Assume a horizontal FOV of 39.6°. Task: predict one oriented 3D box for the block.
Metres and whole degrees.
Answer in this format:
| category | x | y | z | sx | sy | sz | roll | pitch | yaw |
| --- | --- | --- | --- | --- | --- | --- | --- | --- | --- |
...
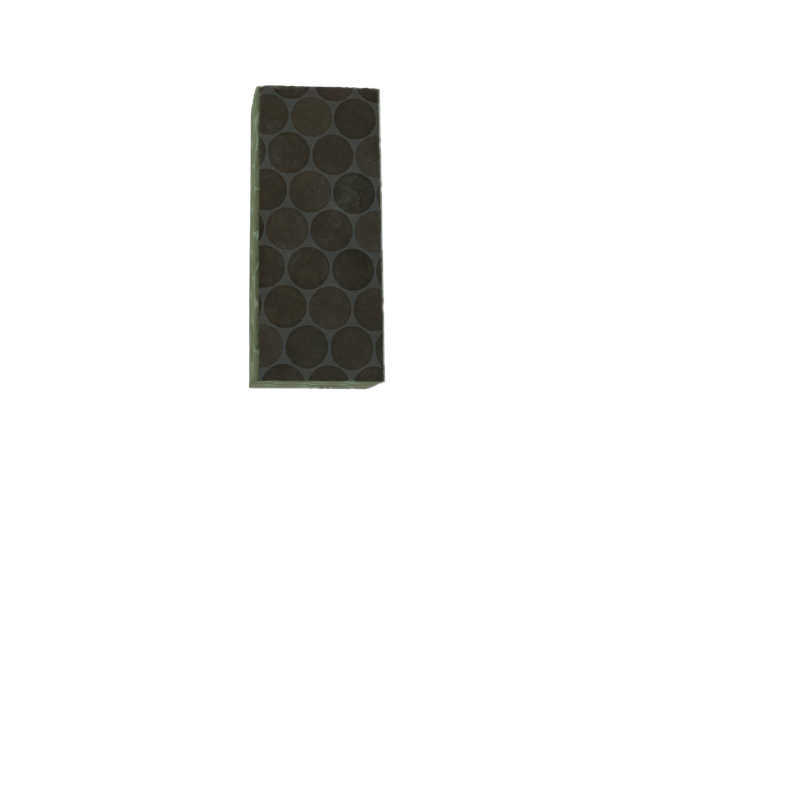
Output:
| category | x | y | z | sx | sy | sz | roll | pitch | yaw |
| --- | --- | --- | --- | --- | --- | --- | --- | --- | --- |
| block | -0.063 | -0.114 | 0.800 | 0.090 | 0.211 | 0.089 | 1 | -10 | -8 |
